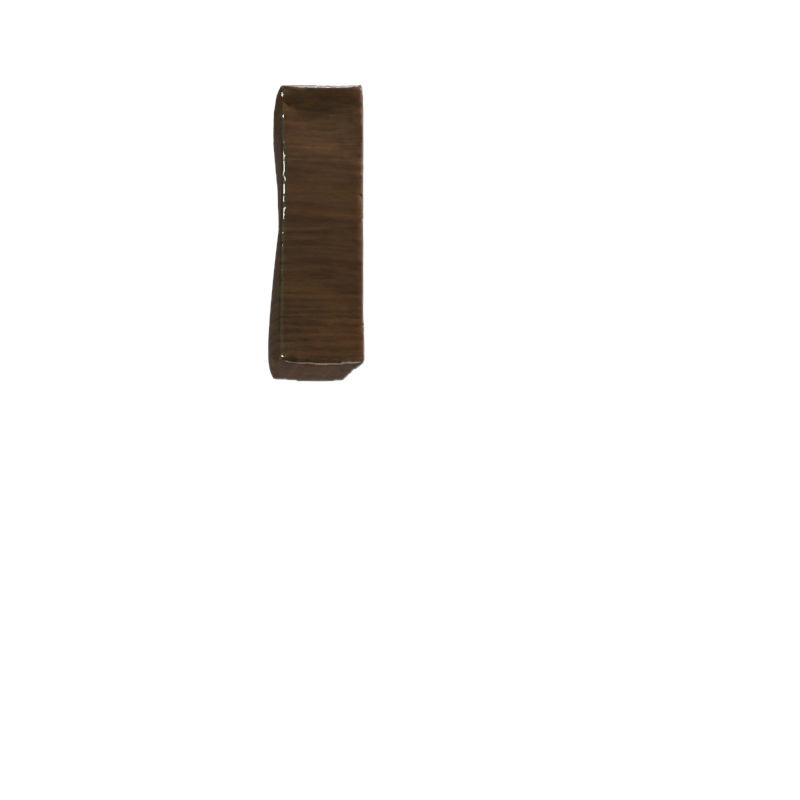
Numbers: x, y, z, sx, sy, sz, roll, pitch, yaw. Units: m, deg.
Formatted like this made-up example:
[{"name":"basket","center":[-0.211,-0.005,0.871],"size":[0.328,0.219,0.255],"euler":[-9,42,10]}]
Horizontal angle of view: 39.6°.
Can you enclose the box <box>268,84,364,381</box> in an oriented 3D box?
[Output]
[{"name":"box","center":[-0.070,-0.127,0.893],"size":[0.071,0.219,0.162],"euler":[0,-8,-7]}]
